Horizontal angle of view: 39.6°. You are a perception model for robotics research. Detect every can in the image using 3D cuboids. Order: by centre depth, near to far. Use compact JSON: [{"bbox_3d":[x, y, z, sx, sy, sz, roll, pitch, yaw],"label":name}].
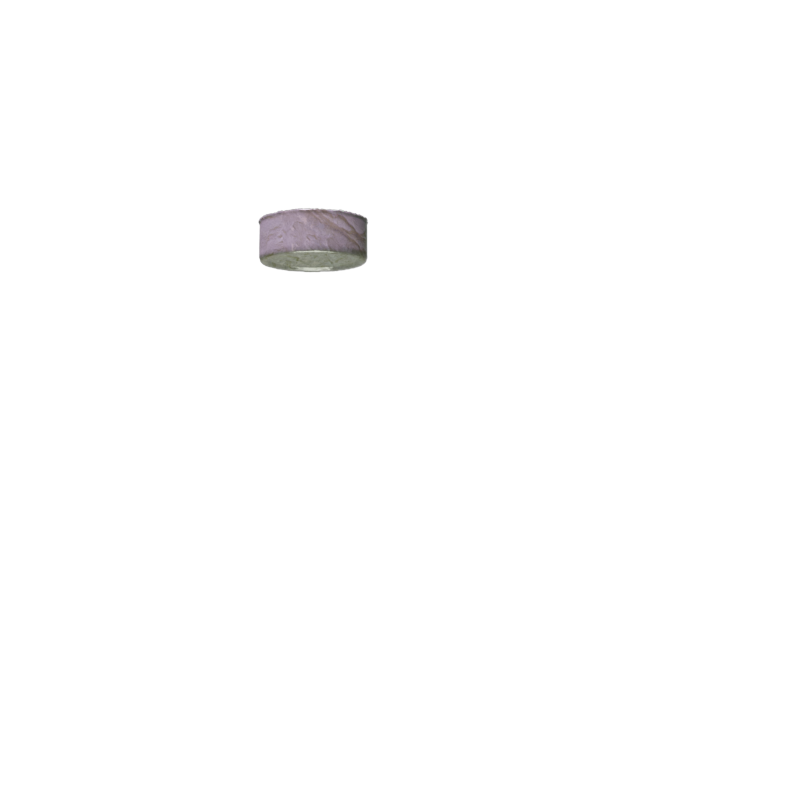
[{"bbox_3d":[-0.068,-0.123,0.865,0.086,0.034,0.084,0,-5,-2],"label":"can"}]
